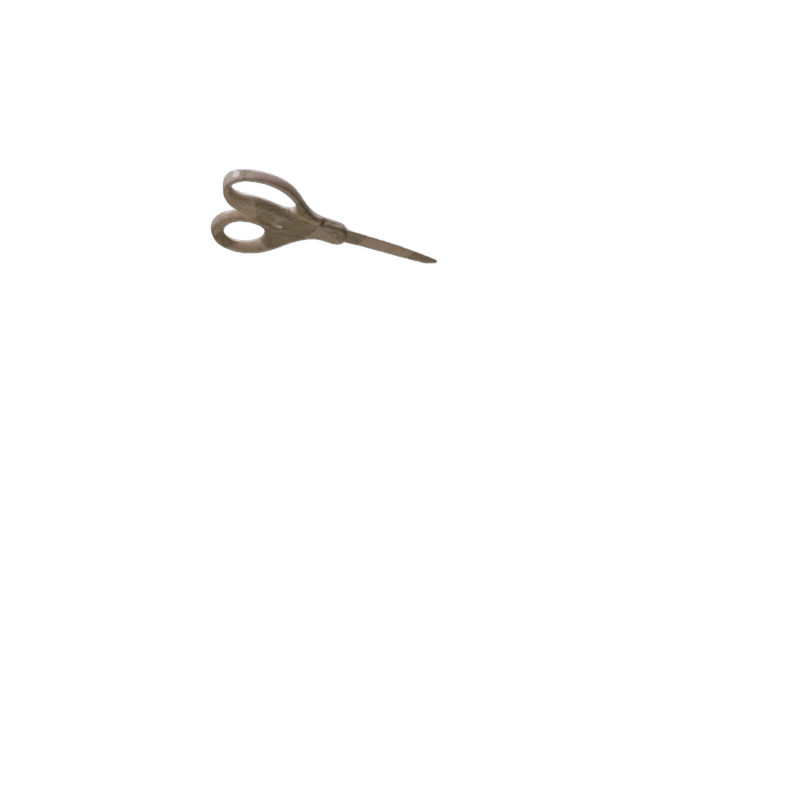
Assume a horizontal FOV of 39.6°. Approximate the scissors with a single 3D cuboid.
[{"bbox_3d":[-0.074,-0.135,0.945,0.191,0.017,0.095,27,-46,-29],"label":"scissors"}]
